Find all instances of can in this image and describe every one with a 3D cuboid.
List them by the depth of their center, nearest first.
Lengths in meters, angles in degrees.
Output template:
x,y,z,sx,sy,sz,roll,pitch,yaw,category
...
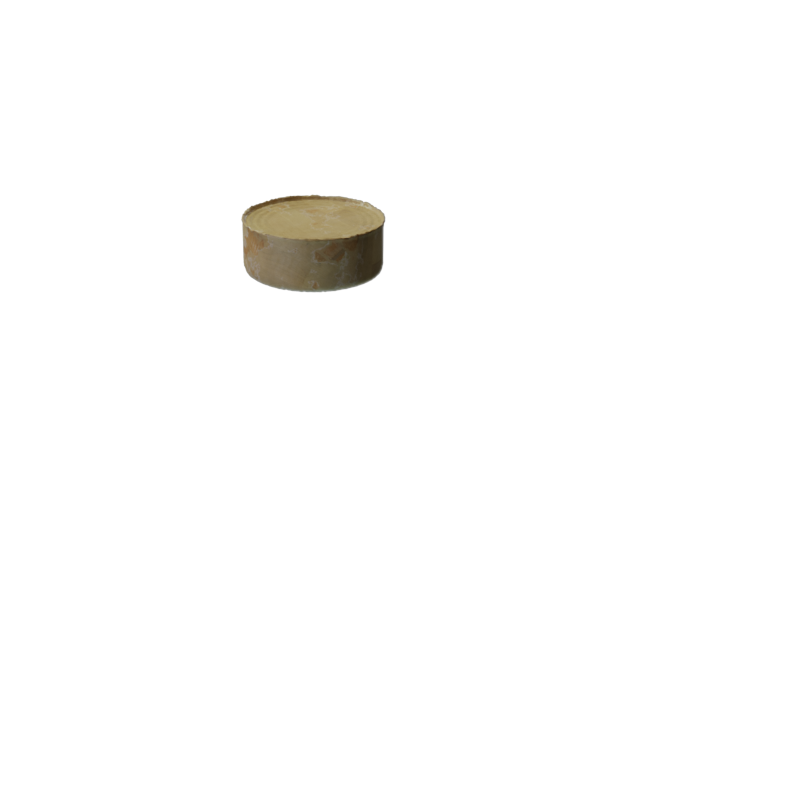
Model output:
x,y,z,sx,sy,sz,roll,pitch,yaw,category
-0.052,-0.095,0.666,0.086,0.032,0.090,-1,26,-2,can
